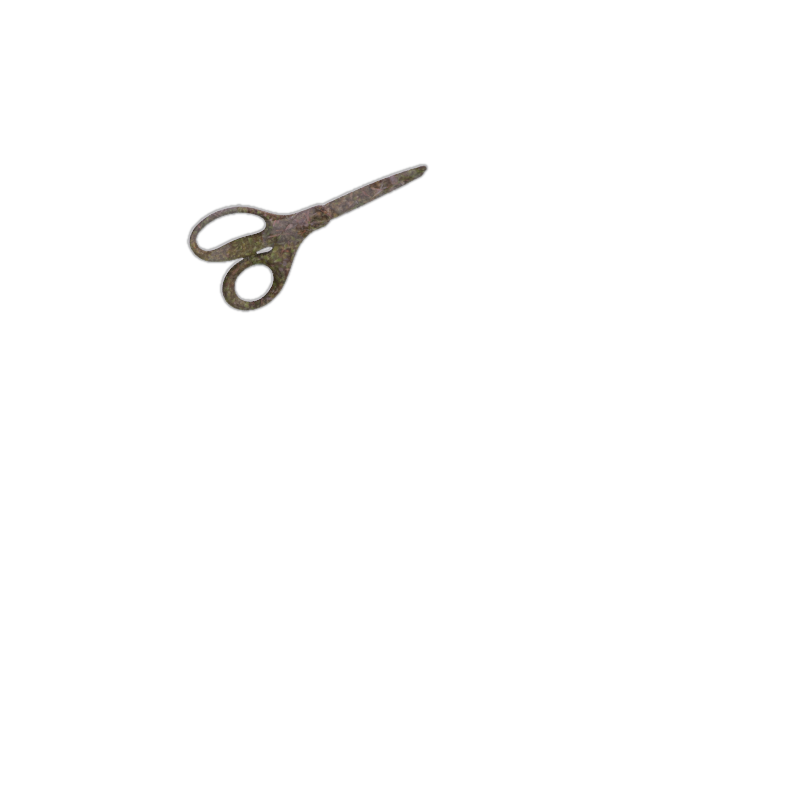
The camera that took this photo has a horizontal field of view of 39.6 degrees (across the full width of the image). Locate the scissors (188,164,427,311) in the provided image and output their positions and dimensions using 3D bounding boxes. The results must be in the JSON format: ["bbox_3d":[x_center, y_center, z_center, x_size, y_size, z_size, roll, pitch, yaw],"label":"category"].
[{"bbox_3d":[-0.071,-0.130,0.908,0.202,0.094,0.016,-9,10,1],"label":"scissors"}]
